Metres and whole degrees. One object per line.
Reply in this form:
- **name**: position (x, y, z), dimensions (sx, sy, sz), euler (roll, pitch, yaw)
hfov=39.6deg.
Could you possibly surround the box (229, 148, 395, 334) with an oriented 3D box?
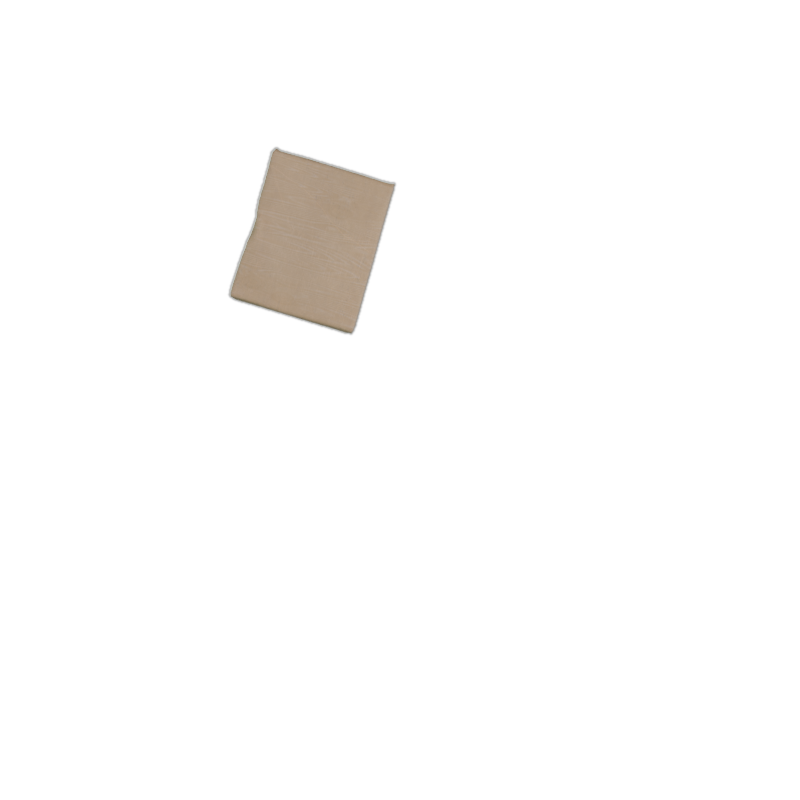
- **box**: position (-0.049, -0.090, 0.631), dimensions (0.073, 0.090, 0.030), euler (17, -4, 0)
